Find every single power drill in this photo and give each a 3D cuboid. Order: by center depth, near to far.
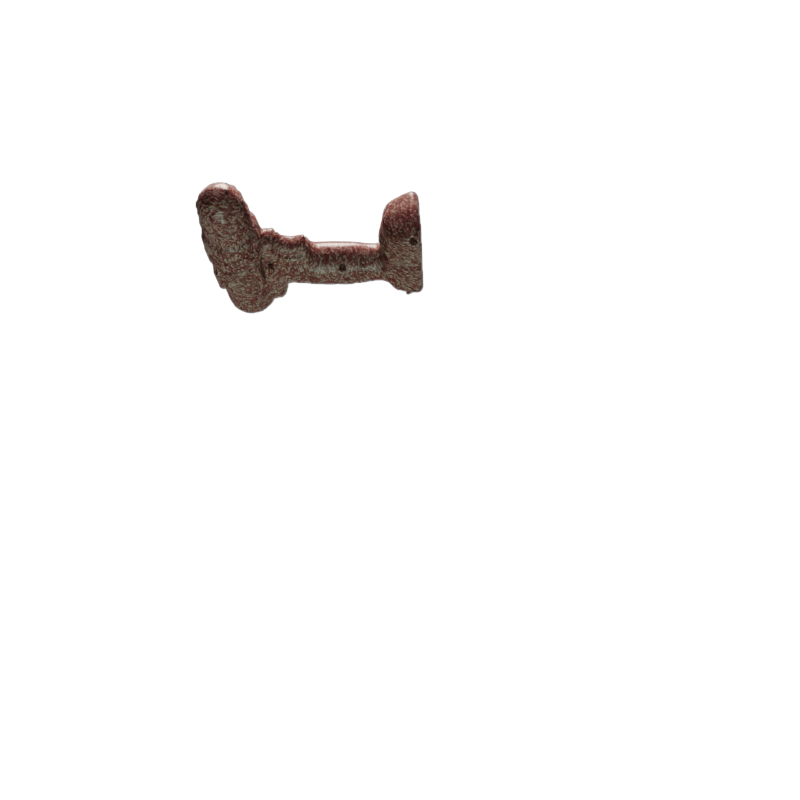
[{"bbox_3d":[-0.075,-0.137,0.960,0.189,0.061,0.173,-2,-22,5],"label":"power drill"}]
